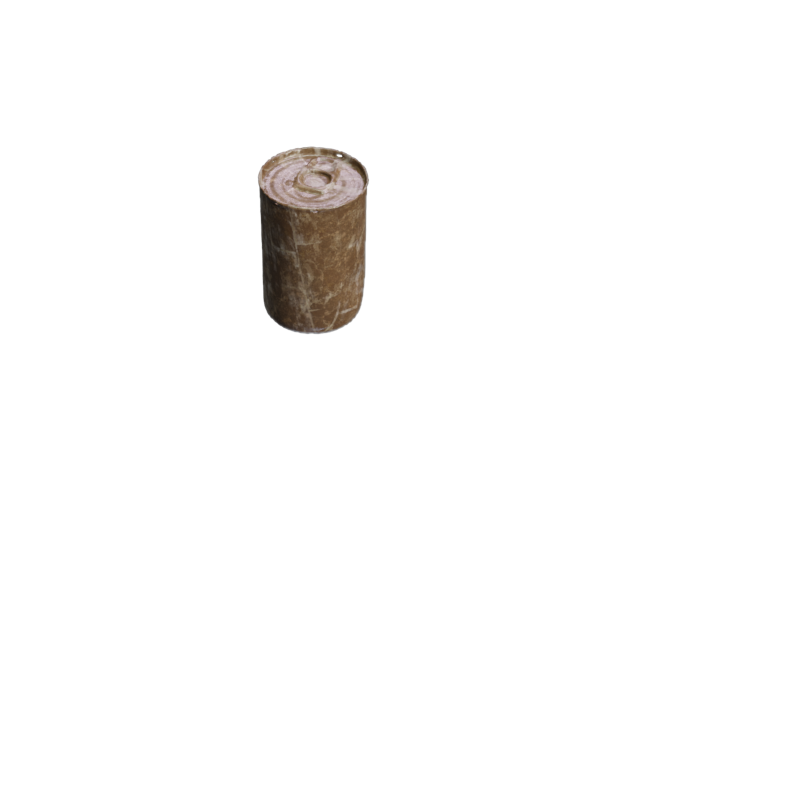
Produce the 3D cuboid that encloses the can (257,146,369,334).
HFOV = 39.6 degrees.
[{"bbox_3d":[-0.056,-0.101,0.709,0.068,0.095,0.073,0,42,-3],"label":"can"}]
